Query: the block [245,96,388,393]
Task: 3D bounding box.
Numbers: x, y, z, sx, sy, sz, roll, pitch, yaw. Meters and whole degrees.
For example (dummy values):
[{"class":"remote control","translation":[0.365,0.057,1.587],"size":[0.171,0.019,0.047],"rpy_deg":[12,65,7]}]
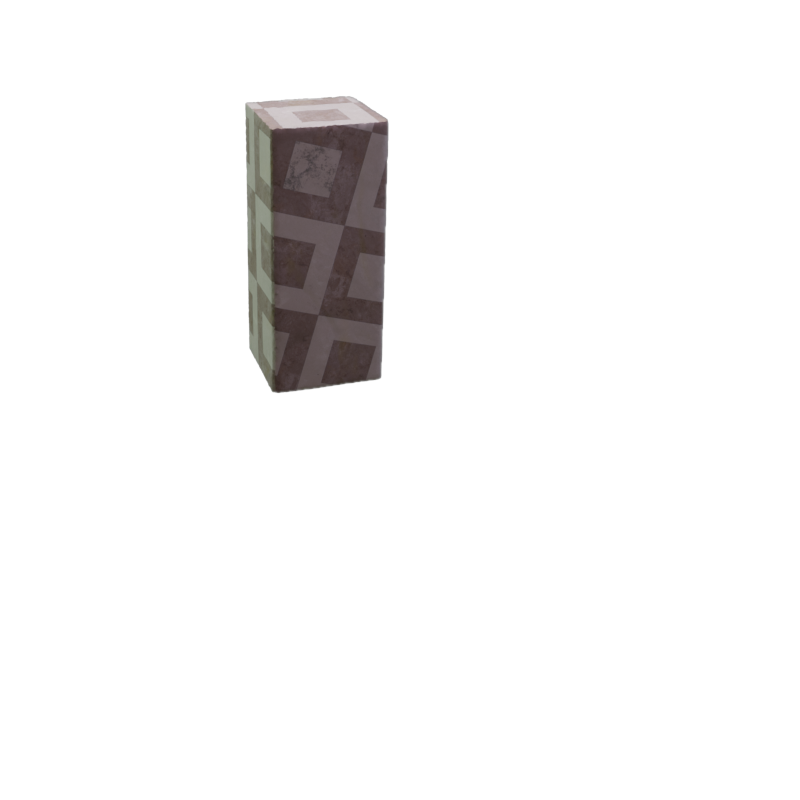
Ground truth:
[{"class":"block","translation":[-0.066,-0.122,0.855],"size":[0.089,0.197,0.097],"rpy_deg":[-6,22,-18]}]
